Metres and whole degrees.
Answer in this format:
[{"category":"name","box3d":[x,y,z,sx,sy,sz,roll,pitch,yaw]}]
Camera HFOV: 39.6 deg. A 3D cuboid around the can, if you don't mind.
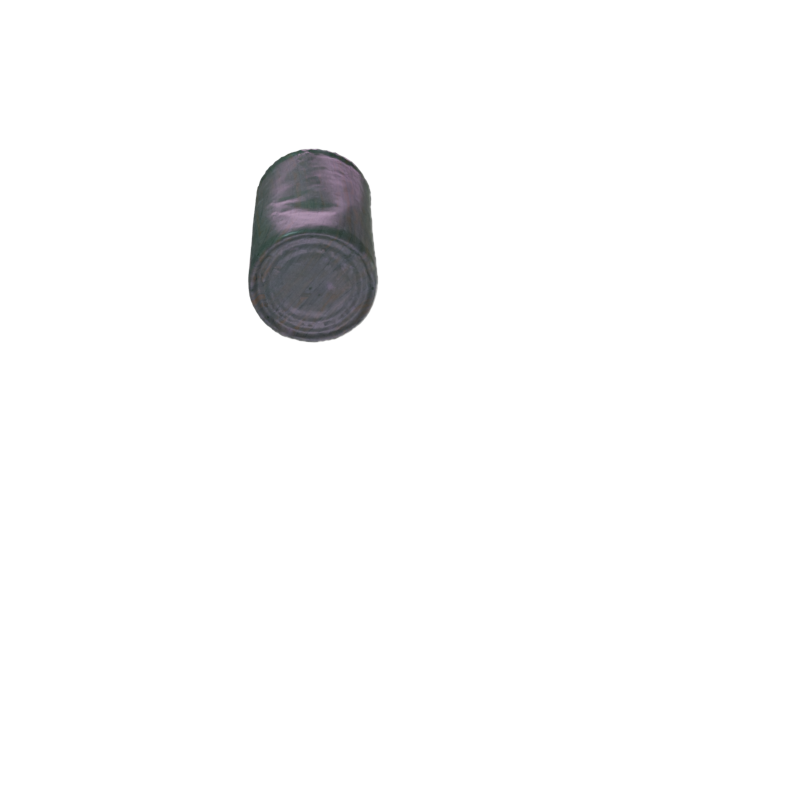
[{"category":"can","box3d":[-0.047,-0.086,0.604,0.068,0.064,0.109,-1,33,-3]}]
